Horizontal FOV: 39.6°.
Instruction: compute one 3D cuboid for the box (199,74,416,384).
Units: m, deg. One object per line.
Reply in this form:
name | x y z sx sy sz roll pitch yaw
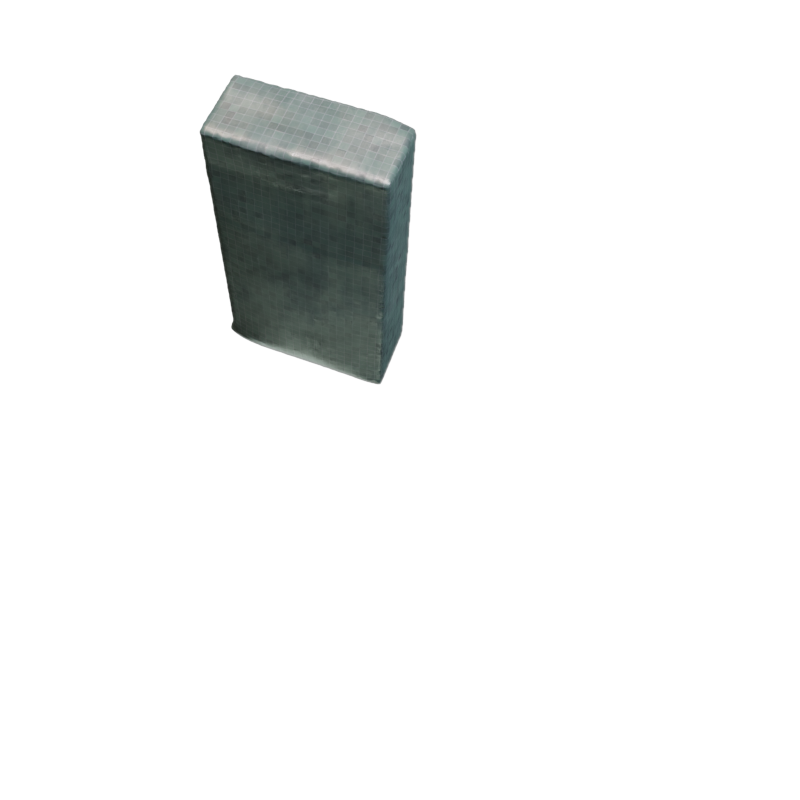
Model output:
box | -0.044 -0.080 0.561 0.096 0.050 0.165 20 -32 9
